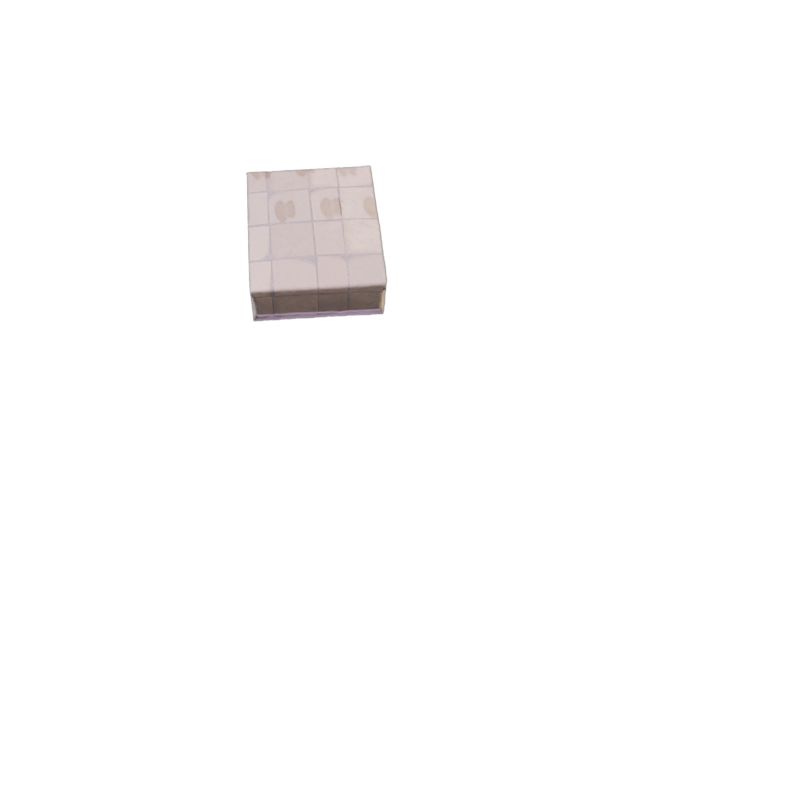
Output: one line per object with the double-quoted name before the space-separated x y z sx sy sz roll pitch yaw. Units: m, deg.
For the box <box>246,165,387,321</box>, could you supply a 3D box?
"box" -0.059 -0.109 0.761 0.089 0.122 0.036 -4 -40 -4
